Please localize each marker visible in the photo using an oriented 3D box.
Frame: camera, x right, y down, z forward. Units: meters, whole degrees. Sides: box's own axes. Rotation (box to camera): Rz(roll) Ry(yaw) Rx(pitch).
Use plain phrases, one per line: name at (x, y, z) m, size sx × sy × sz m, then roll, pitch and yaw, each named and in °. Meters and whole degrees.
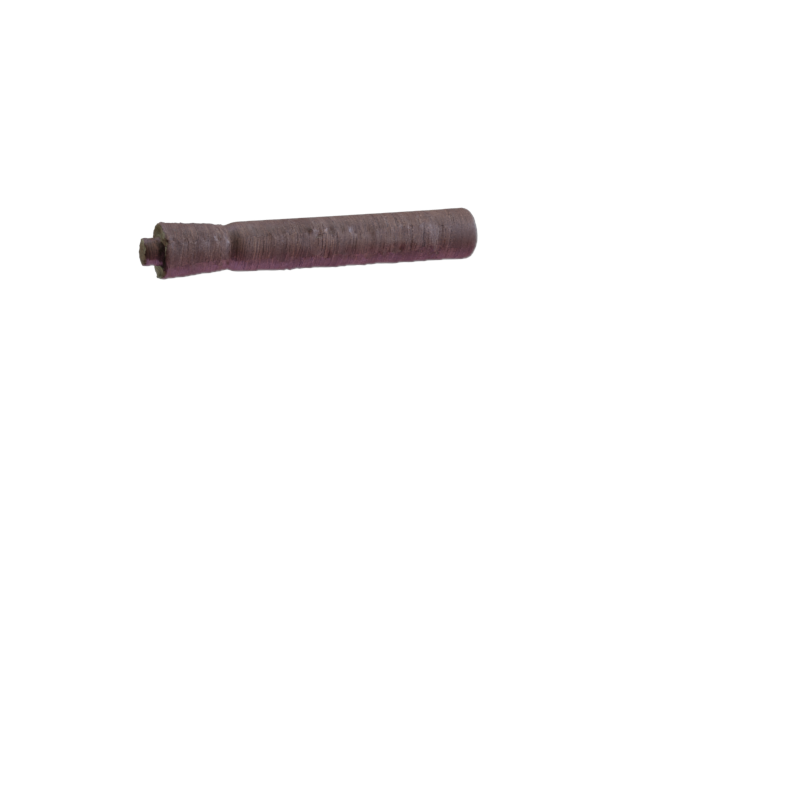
marker at (-0.030, -0.055, 0.382) m, size 0.118 × 0.020 × 0.020 m, roll -7°, pitch 7°, yaw -23°
